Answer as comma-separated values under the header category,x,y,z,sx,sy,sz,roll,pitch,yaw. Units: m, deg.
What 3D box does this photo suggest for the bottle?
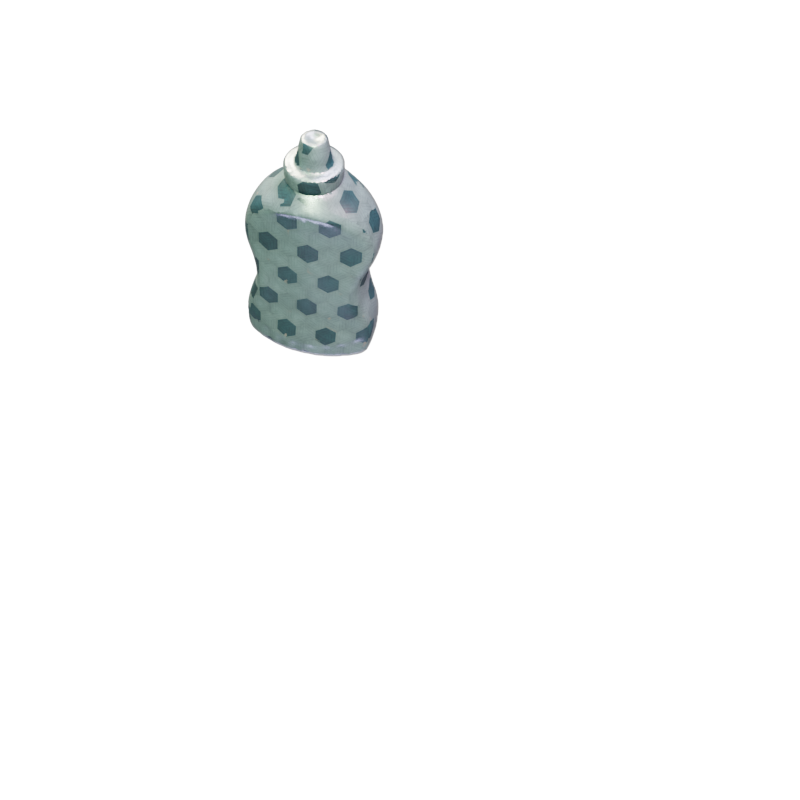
category,x,y,z,sx,sy,sz,roll,pitch,yaw
bottle,-0.061,-0.112,0.785,0.098,0.061,0.179,16,-39,9
